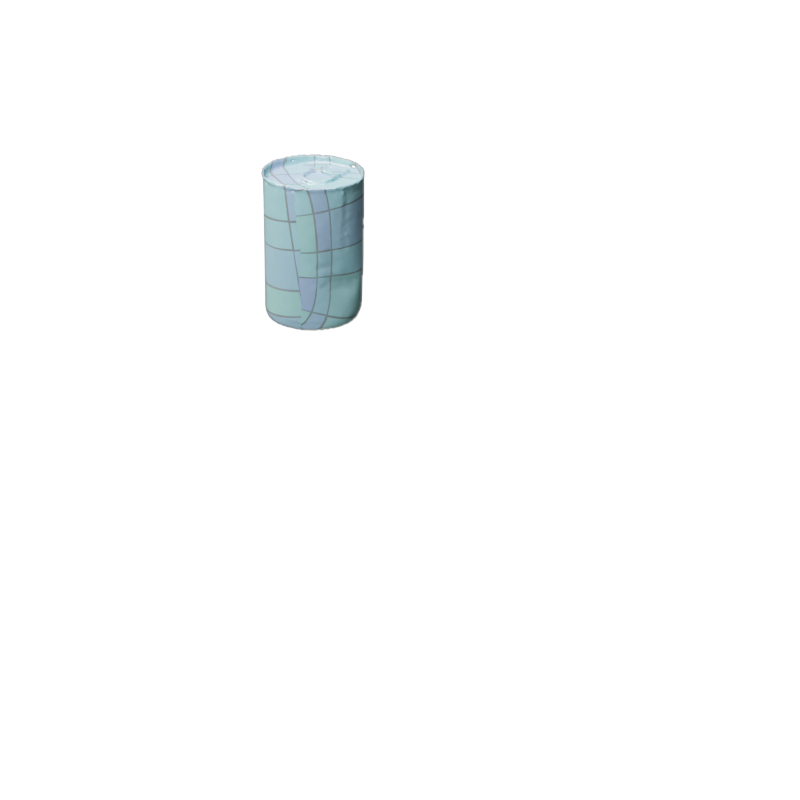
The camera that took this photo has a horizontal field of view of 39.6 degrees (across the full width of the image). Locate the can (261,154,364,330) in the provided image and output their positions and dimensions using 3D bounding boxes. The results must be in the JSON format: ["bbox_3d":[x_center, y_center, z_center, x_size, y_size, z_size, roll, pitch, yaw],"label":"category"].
[{"bbox_3d":[-0.058,-0.107,0.747,0.068,0.097,0.072,0,26,-2],"label":"can"}]
